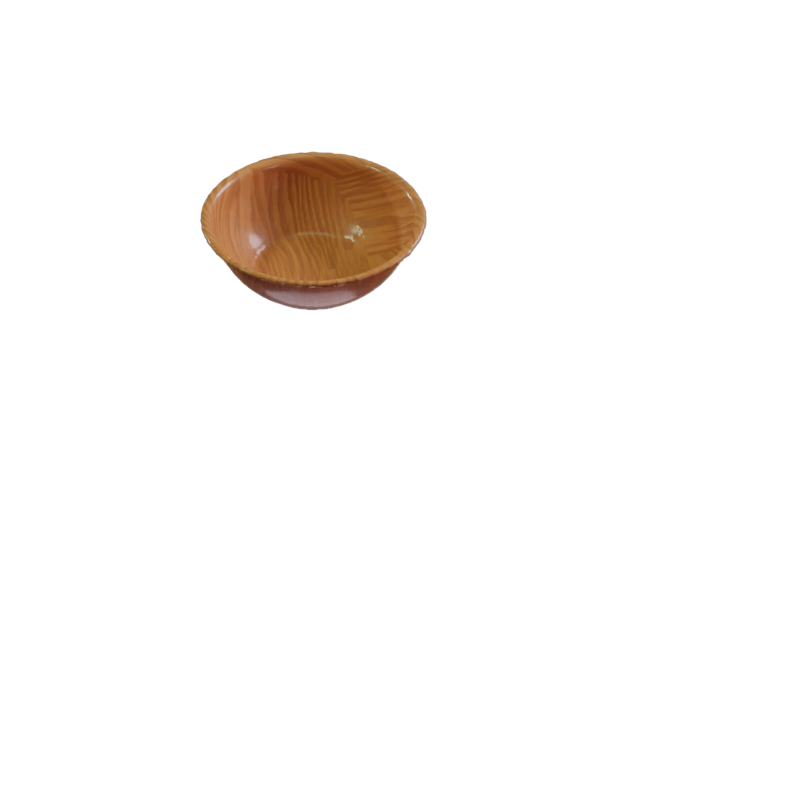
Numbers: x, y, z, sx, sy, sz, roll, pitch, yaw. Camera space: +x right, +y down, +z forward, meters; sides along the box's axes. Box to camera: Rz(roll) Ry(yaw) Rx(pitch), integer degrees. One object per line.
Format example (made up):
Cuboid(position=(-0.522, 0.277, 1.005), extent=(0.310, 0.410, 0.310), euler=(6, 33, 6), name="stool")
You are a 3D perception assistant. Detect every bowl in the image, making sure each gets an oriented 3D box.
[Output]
Cuboid(position=(-0.063, -0.115, 0.809), extent=(0.162, 0.051, 0.174), euler=(-1, 42, -1), name="bowl")
